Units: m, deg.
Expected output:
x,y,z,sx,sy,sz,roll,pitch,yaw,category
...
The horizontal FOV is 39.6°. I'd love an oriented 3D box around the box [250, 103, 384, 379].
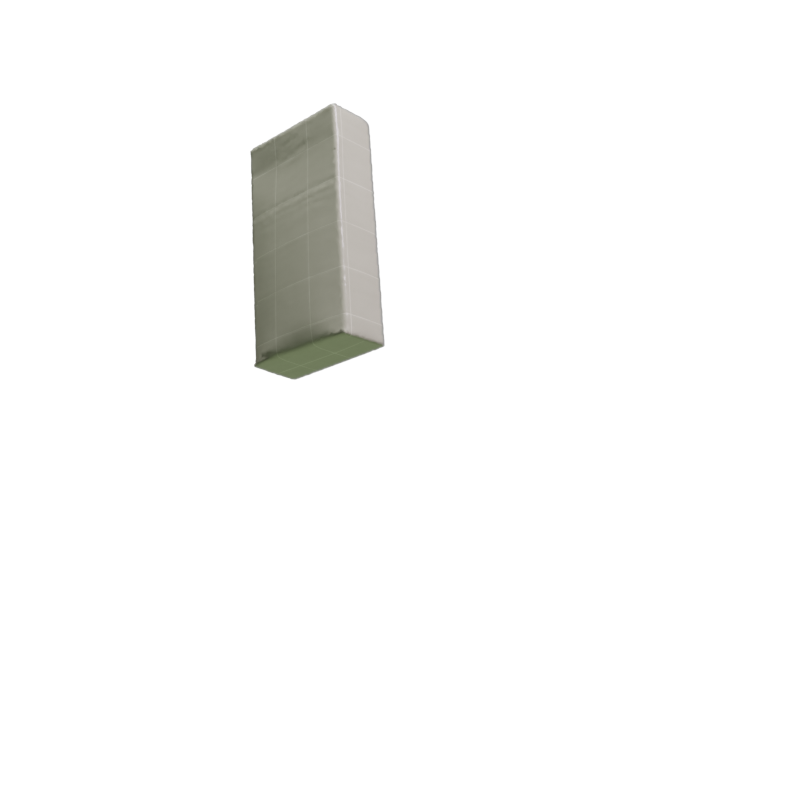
x,y,z,sx,sy,sz,roll,pitch,yaw,category
-0.061,-0.112,0.787,0.094,0.186,0.045,-22,-31,38,box
